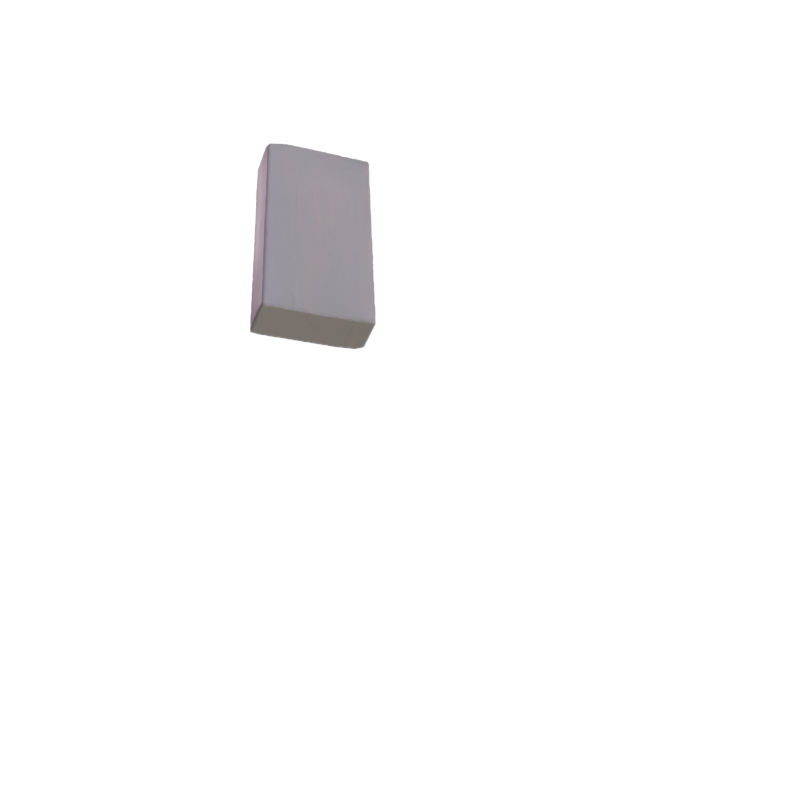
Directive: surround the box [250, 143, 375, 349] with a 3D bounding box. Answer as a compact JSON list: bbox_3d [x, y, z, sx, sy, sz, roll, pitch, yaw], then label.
[{"bbox_3d":[-0.071,-0.129,0.903,0.091,0.189,0.046,8,-37,-15],"label":"box"}]
